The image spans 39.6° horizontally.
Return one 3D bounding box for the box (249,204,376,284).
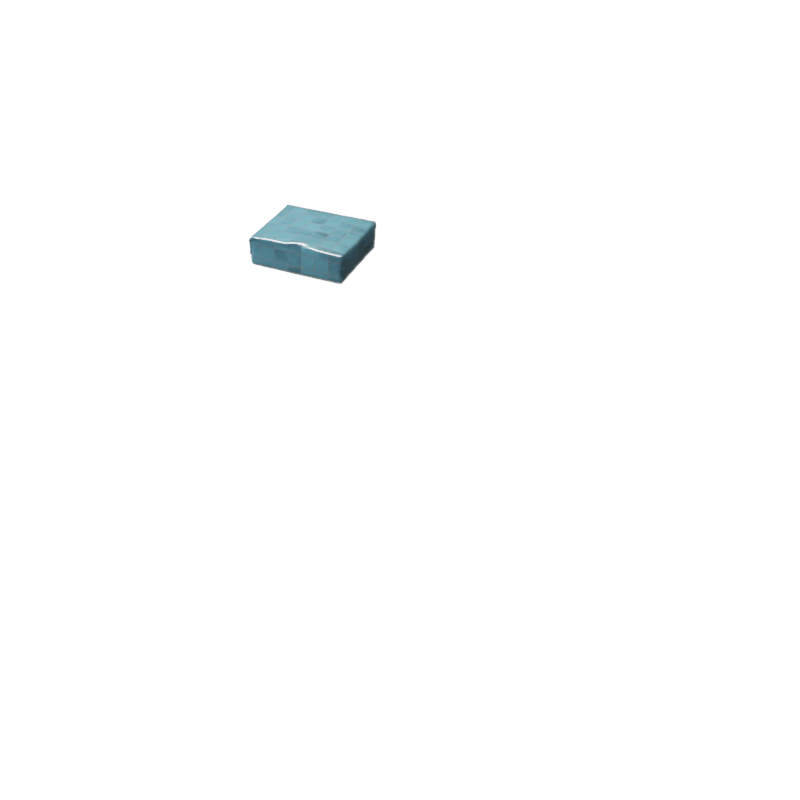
[{"bbox_3d":[-0.076,-0.138,0.964,0.093,0.028,0.075,14,35,20],"label":"box"}]
